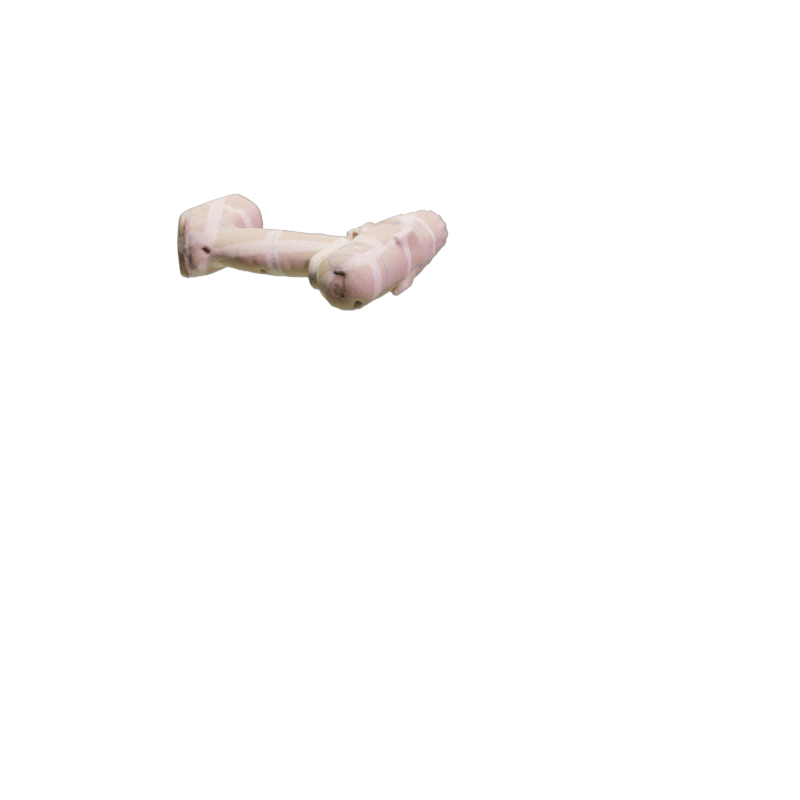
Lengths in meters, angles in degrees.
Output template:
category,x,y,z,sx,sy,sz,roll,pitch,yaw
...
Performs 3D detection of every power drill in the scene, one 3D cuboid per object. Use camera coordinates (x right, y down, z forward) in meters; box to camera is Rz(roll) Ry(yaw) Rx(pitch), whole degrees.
category,x,y,z,sx,sy,sz,roll,pitch,yaw
power drill,-0.070,-0.128,0.896,0.195,0.055,0.185,9,22,23
